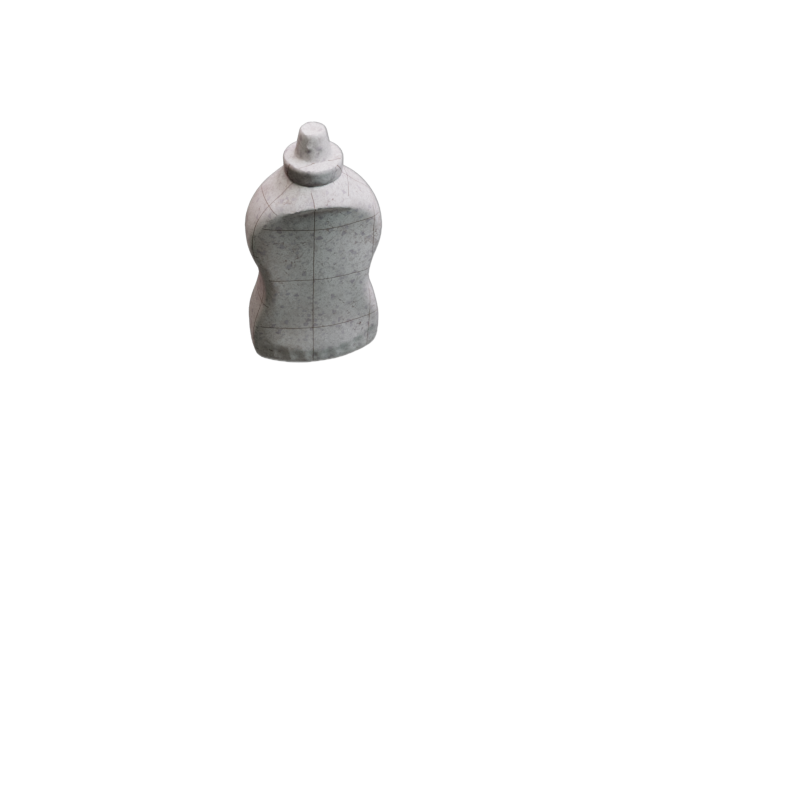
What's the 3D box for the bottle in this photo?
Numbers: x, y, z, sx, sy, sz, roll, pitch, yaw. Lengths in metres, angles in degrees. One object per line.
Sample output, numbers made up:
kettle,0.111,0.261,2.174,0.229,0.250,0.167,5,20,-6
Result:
bottle,-0.062,-0.113,0.789,0.095,0.179,0.063,-6,44,-9
